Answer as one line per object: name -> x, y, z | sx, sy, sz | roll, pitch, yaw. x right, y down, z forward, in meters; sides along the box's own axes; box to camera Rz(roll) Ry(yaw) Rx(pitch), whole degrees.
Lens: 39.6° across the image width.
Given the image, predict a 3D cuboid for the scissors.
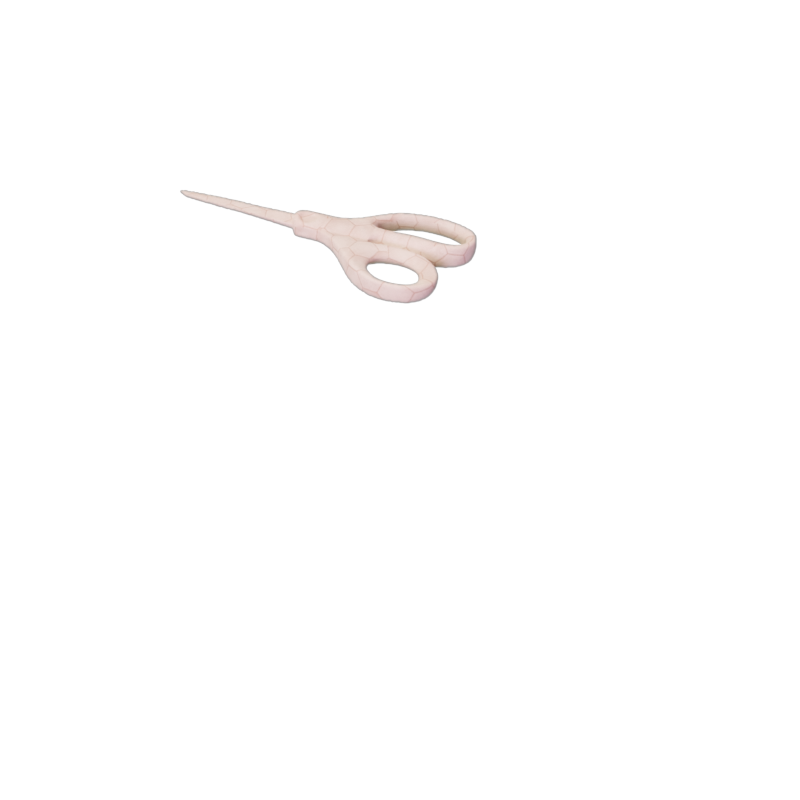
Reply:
scissors -> -0.055, -0.099, 0.697 | 0.205, 0.015, 0.101 | 7, 37, 9
